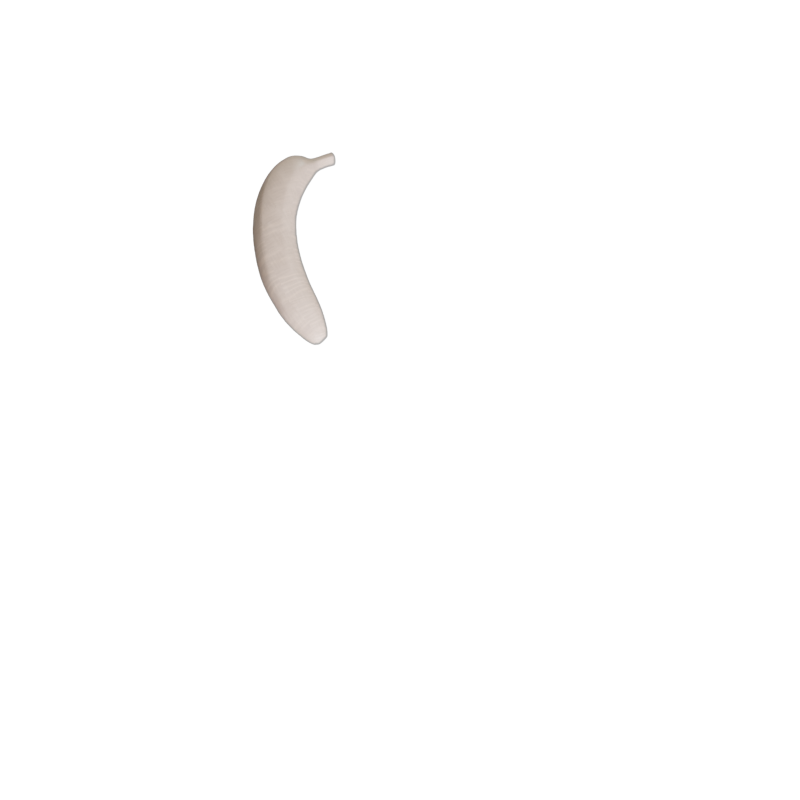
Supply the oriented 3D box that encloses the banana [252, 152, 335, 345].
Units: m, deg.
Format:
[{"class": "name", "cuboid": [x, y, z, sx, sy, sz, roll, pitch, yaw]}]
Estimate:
[{"class": "banana", "cuboid": [-0.093, -0.140, 0.954, 0.070, 0.210, 0.034, 1, -30, 0]}]
